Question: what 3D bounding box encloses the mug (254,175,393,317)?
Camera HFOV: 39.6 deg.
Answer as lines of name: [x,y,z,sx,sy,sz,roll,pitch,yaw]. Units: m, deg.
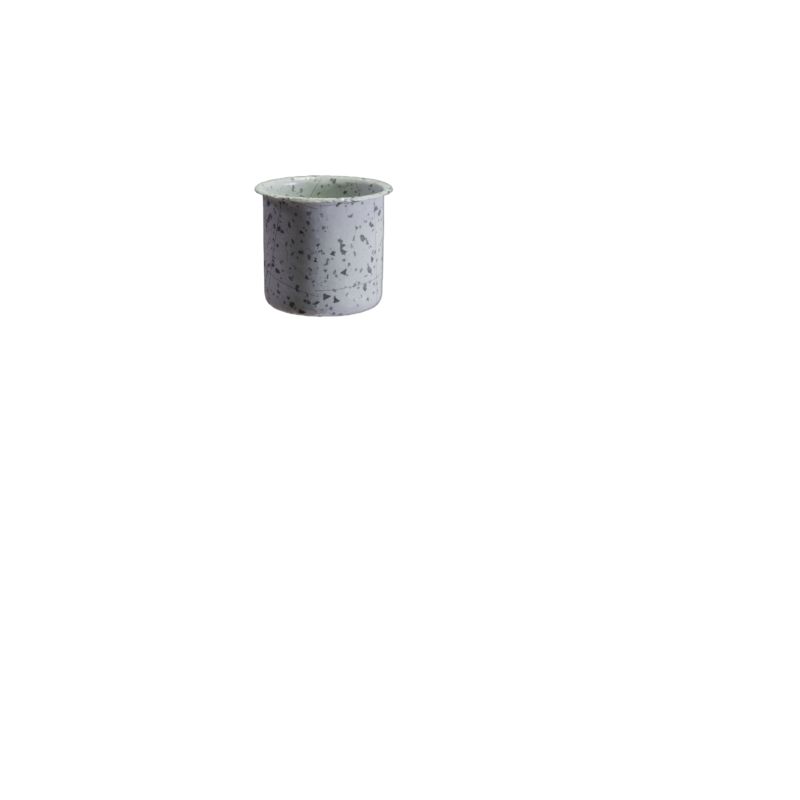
mug: [-0.060,-0.109,0.763,0.091,0.079,0.124,-12,22,-36]
